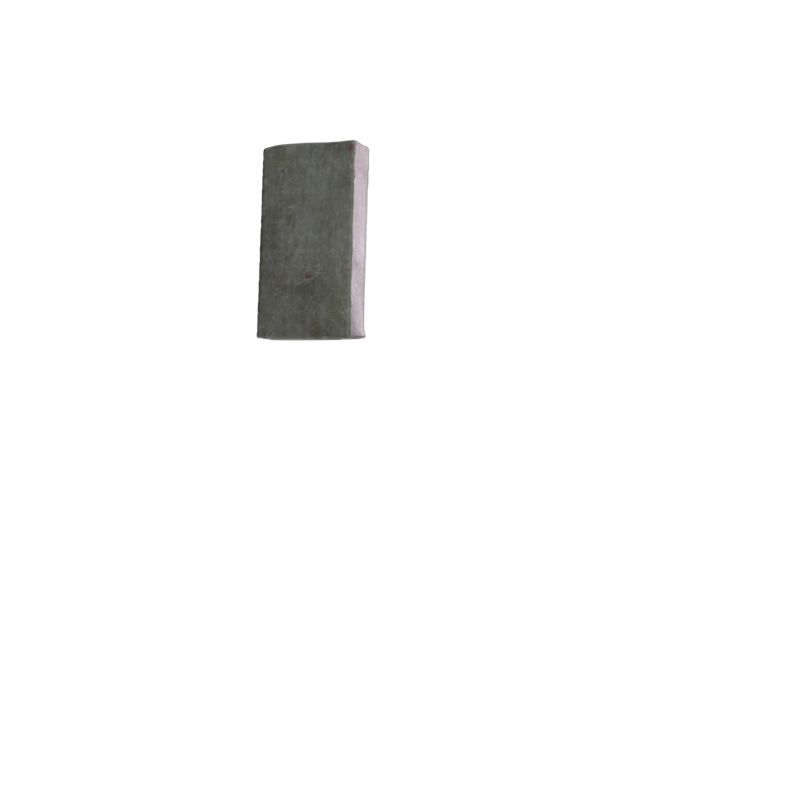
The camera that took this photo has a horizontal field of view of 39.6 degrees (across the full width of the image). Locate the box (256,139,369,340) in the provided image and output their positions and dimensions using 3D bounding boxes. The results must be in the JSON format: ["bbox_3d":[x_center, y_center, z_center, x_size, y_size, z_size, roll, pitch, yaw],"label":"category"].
[{"bbox_3d":[-0.078,-0.142,0.995,0.096,0.178,0.046,-2,-5,22],"label":"box"}]
